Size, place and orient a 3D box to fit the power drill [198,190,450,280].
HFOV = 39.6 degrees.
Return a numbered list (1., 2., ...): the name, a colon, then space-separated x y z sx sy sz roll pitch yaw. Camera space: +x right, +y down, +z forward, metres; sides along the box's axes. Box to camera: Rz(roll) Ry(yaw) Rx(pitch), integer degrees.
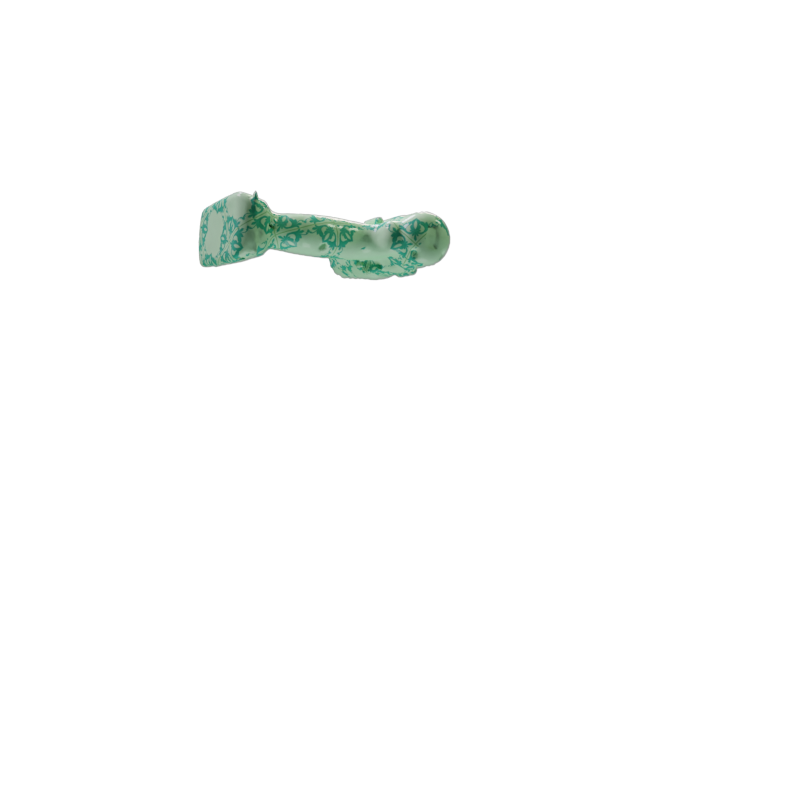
1. power drill: -0.075 -0.137 0.961 0.182 0.058 0.188 1 -2 -25
